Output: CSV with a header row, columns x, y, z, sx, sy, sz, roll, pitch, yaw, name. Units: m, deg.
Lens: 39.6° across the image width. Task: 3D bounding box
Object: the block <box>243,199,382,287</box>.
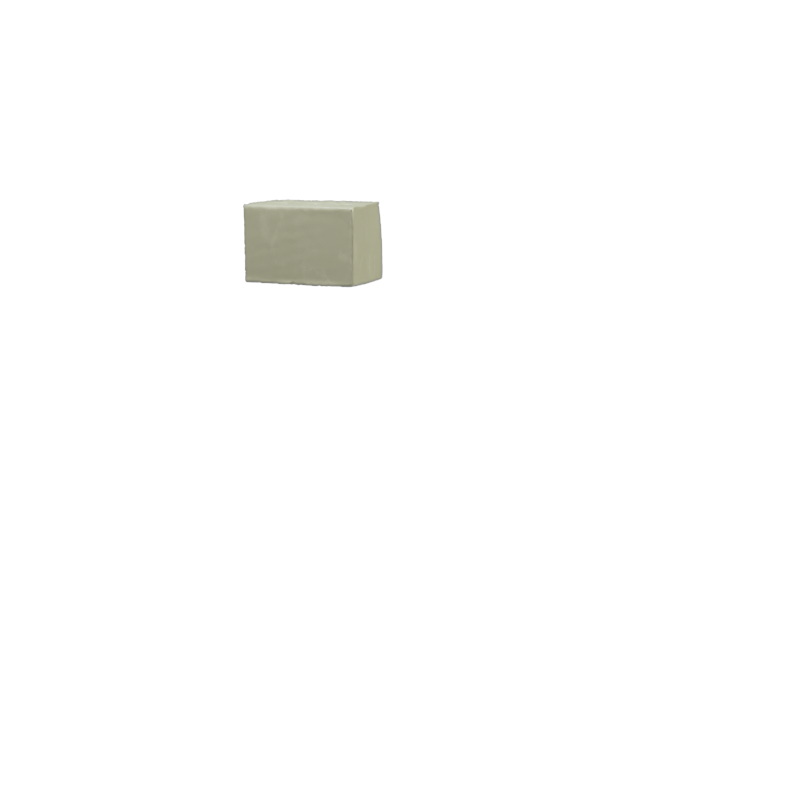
x,y,z,sx,sy,sz,roll,pitch,yaw,name
-0.056,-0.102,0.717,0.080,0.050,0.052,4,10,21,block
